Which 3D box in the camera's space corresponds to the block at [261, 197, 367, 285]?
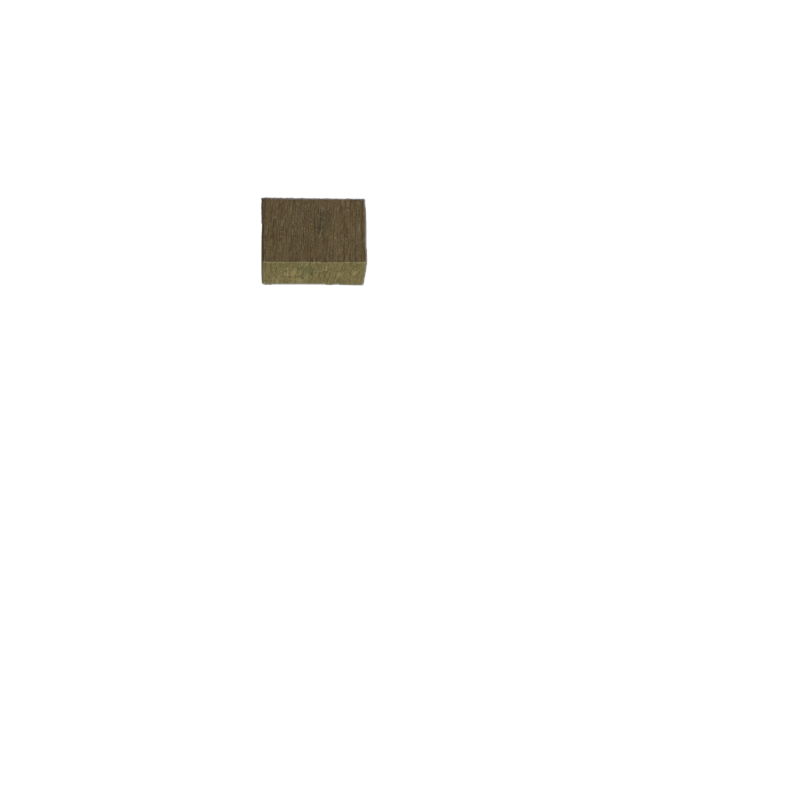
[{"bbox_3d":[-0.064,-0.116,0.816,0.078,0.054,0.051,1,-17,-4],"label":"block"}]
